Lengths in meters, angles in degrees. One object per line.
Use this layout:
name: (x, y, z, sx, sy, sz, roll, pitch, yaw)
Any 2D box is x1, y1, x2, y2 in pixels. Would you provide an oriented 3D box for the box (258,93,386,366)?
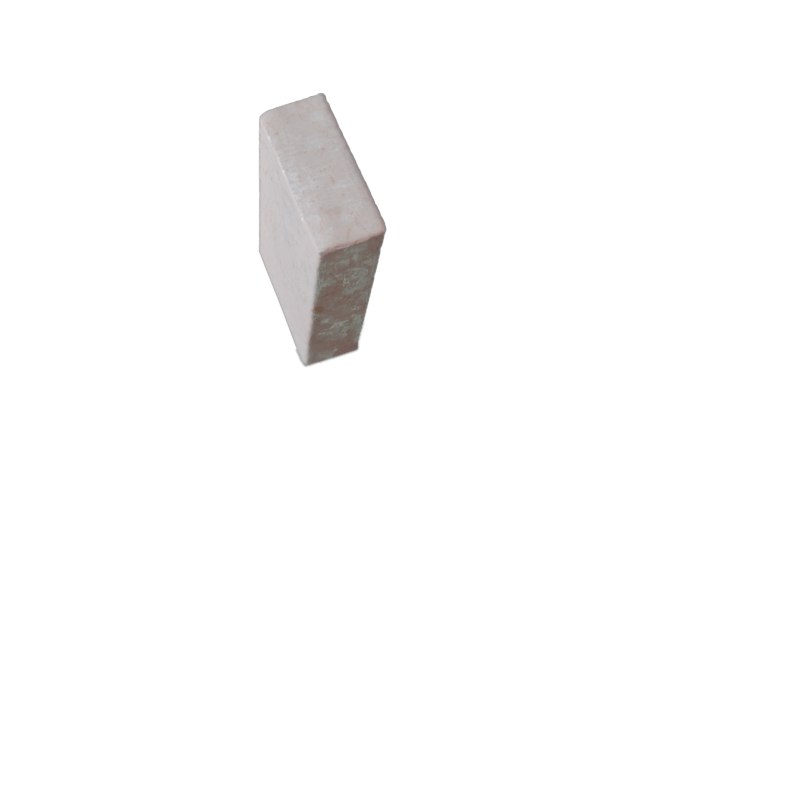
box: (-0.052, -0.094, 0.659, 0.048, 0.098, 0.168, -20, -18, -10)
